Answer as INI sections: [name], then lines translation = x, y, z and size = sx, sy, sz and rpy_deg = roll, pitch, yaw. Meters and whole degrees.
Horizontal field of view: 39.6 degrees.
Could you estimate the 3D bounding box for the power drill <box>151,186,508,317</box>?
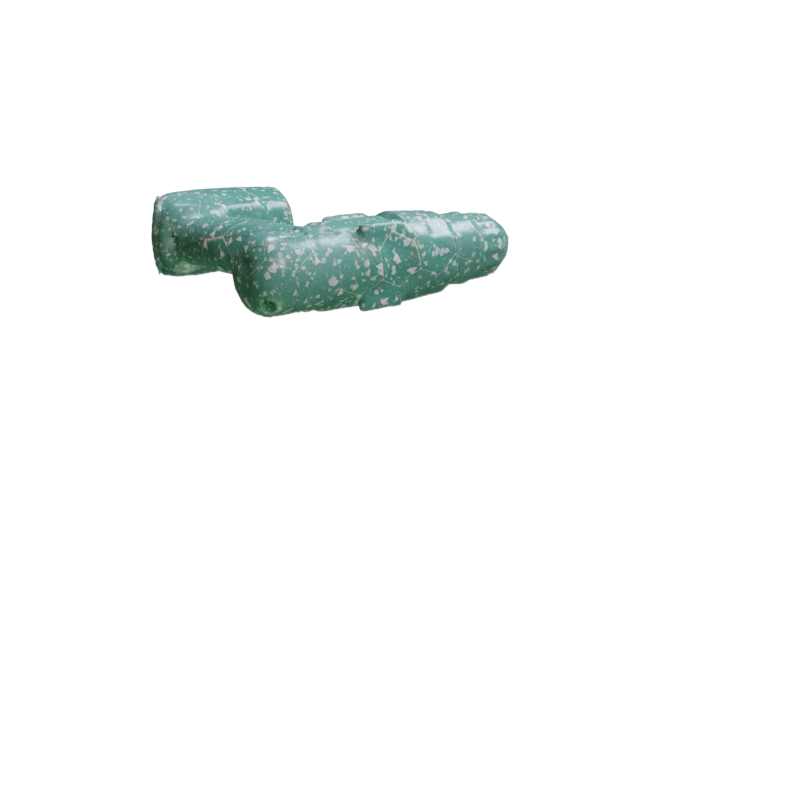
[power drill]
translation = -0.053, -0.098, 0.683
size = 0.179, 0.056, 0.198
rpy_deg = -11, 18, -36
